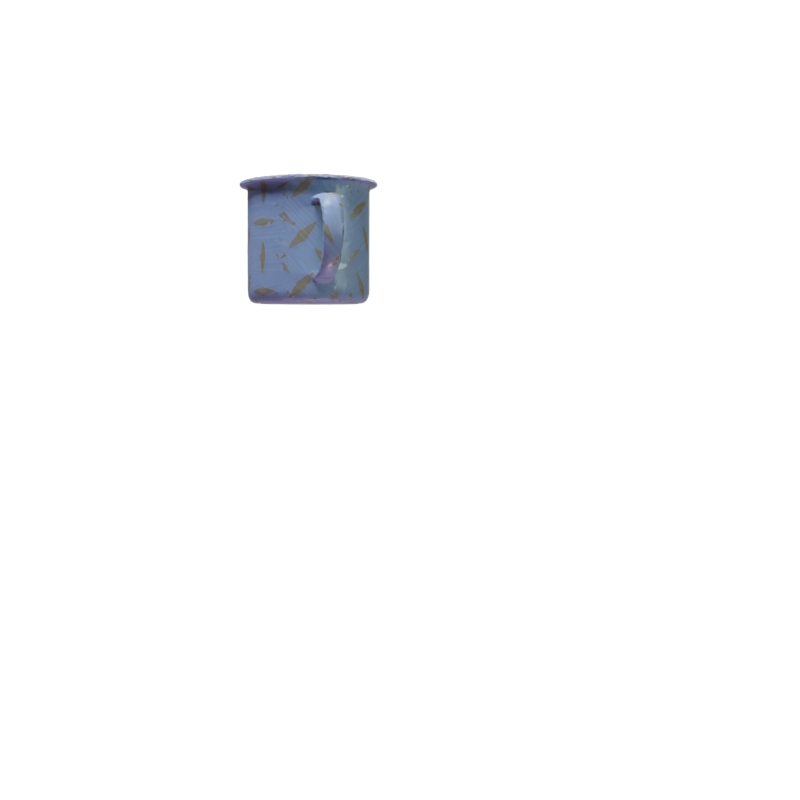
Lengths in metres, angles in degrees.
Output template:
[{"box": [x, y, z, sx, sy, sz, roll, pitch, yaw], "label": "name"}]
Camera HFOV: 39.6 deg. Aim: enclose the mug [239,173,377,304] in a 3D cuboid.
[{"box": [-0.057, -0.105, 0.733, 0.091, 0.082, 0.119, 0, 1, -19], "label": "mug"}]
